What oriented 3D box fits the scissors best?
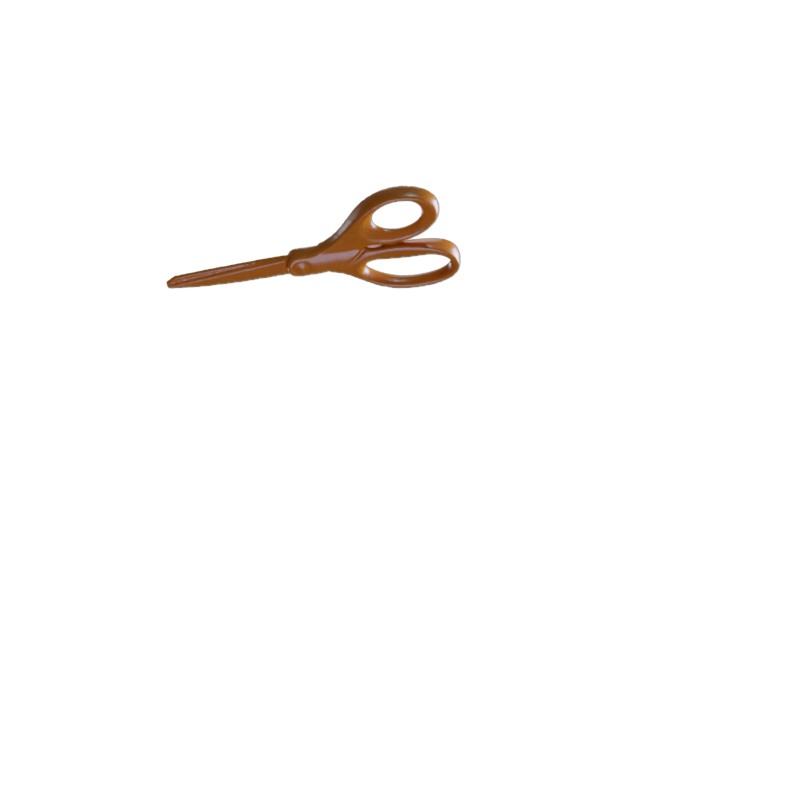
[{"bbox_3d":[-0.058,-0.106,0.744,0.201,0.017,0.090,2,-42,-2],"label":"scissors"}]
